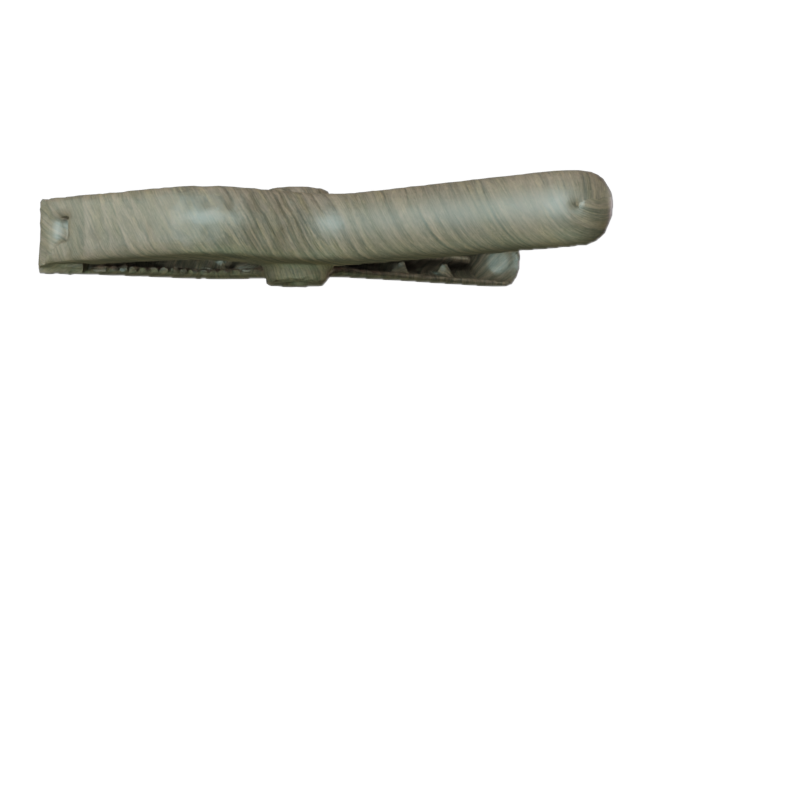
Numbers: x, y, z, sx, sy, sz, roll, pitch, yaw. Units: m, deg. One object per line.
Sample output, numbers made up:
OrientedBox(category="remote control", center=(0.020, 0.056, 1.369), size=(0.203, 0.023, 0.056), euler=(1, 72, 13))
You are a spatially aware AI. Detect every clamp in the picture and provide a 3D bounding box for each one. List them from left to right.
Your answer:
OrientedBox(category="clamp", center=(-0.035, -0.063, 0.441), size=(0.211, 0.037, 0.161), euler=(0, -1, 4))
